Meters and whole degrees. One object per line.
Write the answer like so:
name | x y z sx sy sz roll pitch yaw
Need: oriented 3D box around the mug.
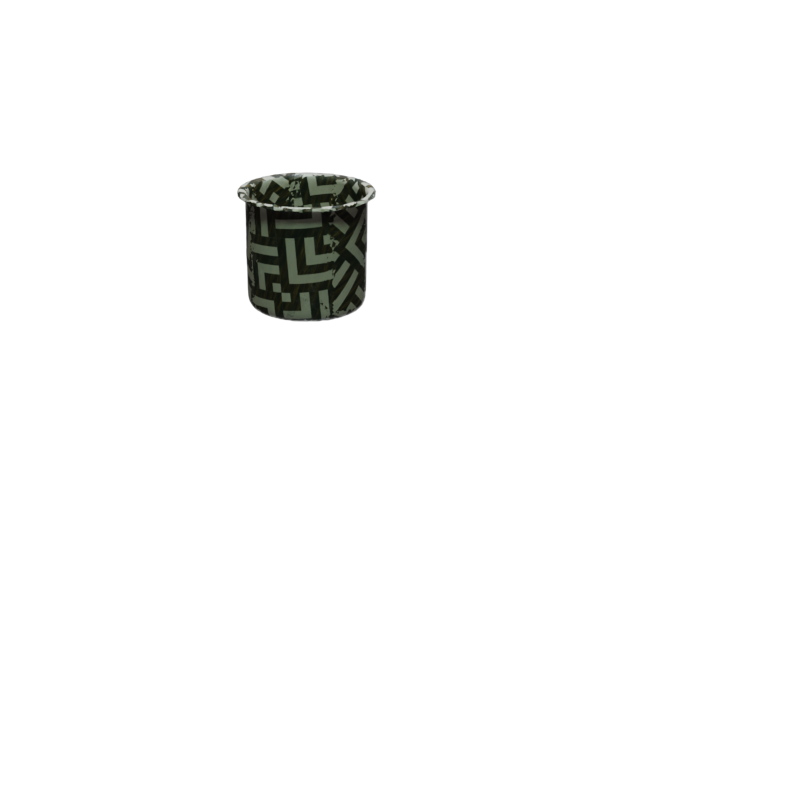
mug | -0.060 -0.109 0.765 0.096 0.078 0.119 8 24 17
